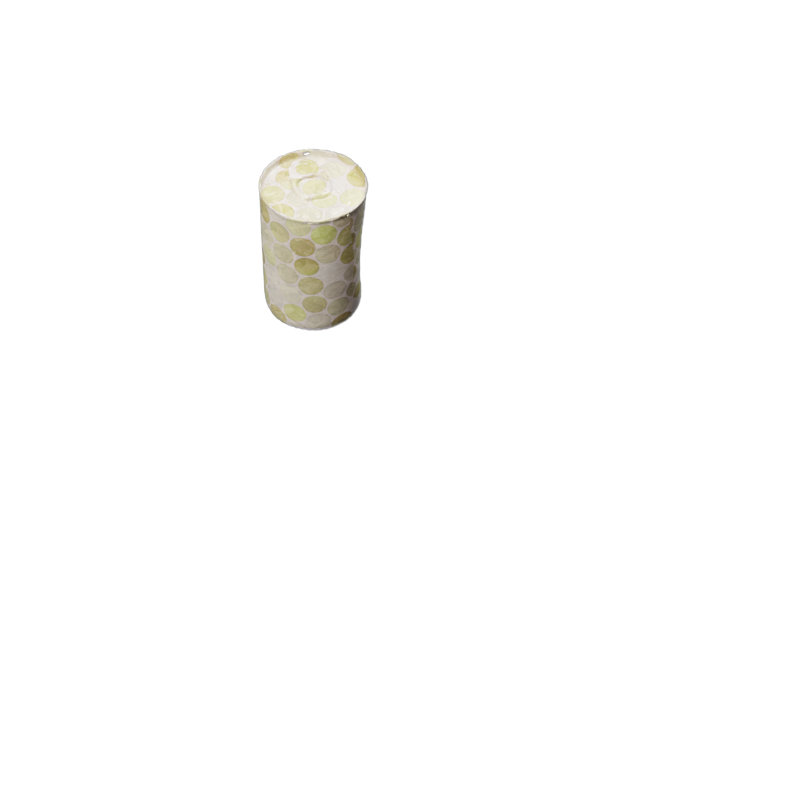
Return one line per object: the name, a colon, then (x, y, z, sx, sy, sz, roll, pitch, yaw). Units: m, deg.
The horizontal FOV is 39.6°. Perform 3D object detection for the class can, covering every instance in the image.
can: (-0.056, -0.103, 0.720, 0.068, 0.074, 0.095, 0, -41, -3)
